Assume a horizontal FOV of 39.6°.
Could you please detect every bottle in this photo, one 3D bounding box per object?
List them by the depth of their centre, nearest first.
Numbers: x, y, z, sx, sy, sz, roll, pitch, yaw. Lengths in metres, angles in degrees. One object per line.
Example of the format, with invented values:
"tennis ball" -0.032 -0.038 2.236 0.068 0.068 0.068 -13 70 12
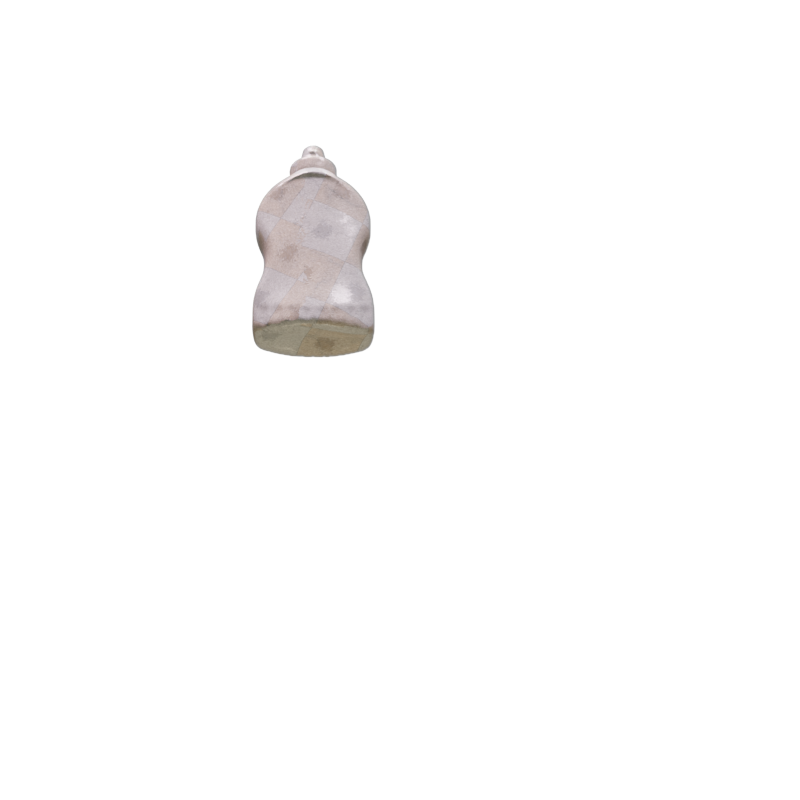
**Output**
"bottle" -0.072 -0.131 0.918 0.096 0.205 0.055 -1 -32 -1
